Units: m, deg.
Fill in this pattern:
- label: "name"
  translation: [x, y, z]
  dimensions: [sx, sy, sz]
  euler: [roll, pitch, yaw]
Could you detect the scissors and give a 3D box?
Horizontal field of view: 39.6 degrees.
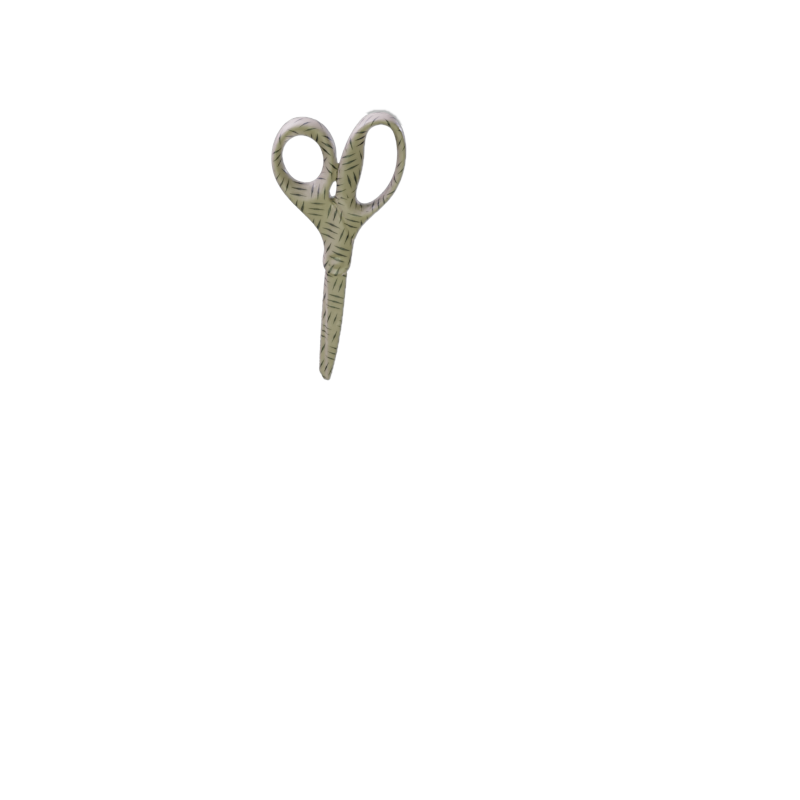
- label: "scissors"
  translation: [-0.059, -0.107, 0.748]
  dimensions: [0.094, 0.194, 0.017]
  euler: [20, 26, -10]
